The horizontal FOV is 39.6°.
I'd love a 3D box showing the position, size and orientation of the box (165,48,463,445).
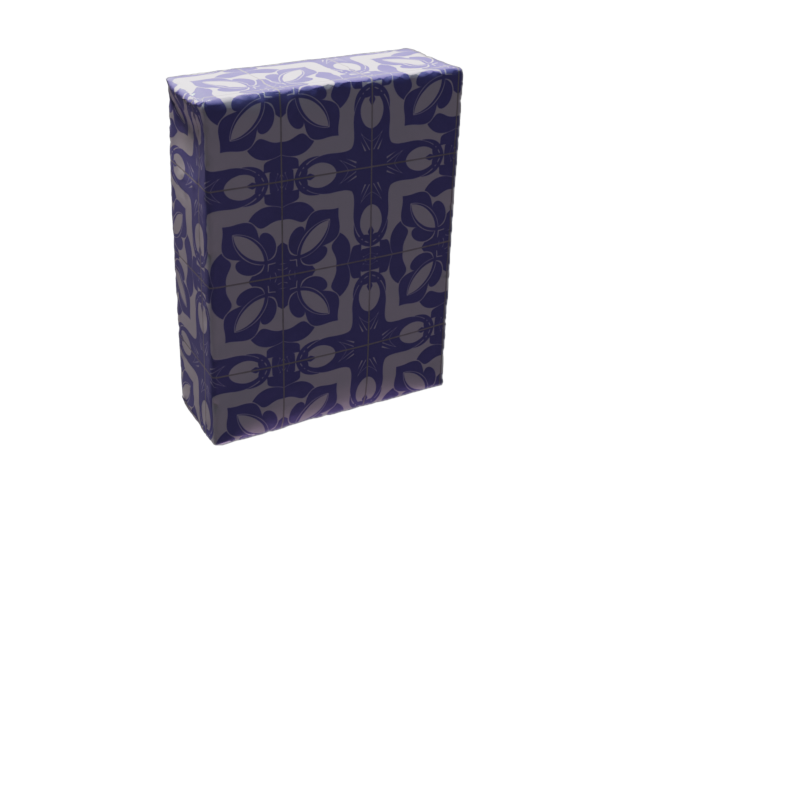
[{"bbox_3d":[-0.053,-0.096,0.673,0.161,0.203,0.077,-13,28,-26],"label":"box"}]
